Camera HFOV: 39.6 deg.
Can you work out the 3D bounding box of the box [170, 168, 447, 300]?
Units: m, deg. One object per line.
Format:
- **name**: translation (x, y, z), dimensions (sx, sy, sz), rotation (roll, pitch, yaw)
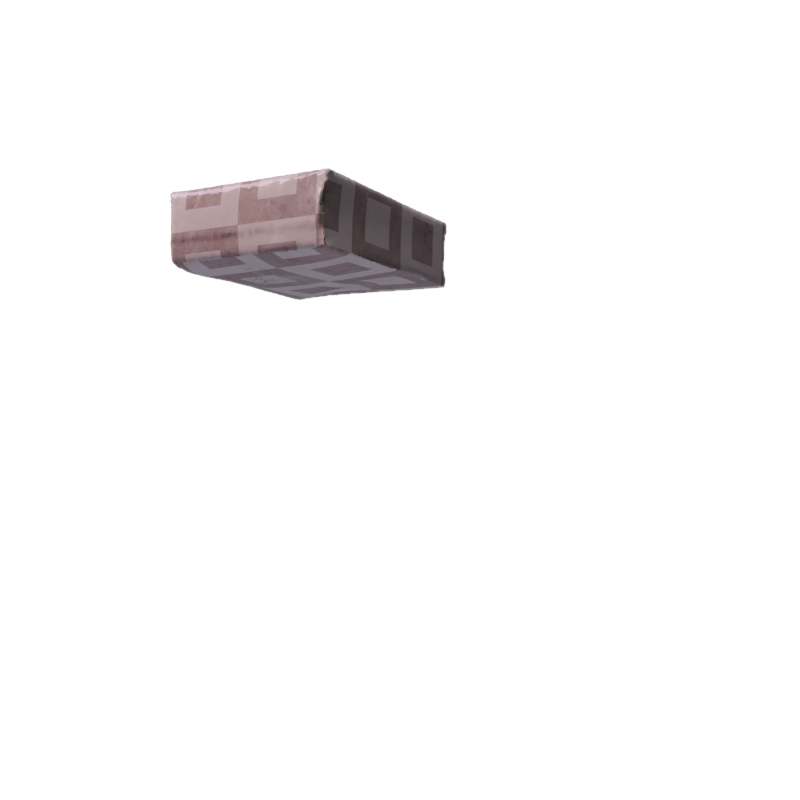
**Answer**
- **box**: translation (-0.042, -0.076, 0.534), dimensions (0.092, 0.040, 0.108), rotation (-3, -5, 31)
